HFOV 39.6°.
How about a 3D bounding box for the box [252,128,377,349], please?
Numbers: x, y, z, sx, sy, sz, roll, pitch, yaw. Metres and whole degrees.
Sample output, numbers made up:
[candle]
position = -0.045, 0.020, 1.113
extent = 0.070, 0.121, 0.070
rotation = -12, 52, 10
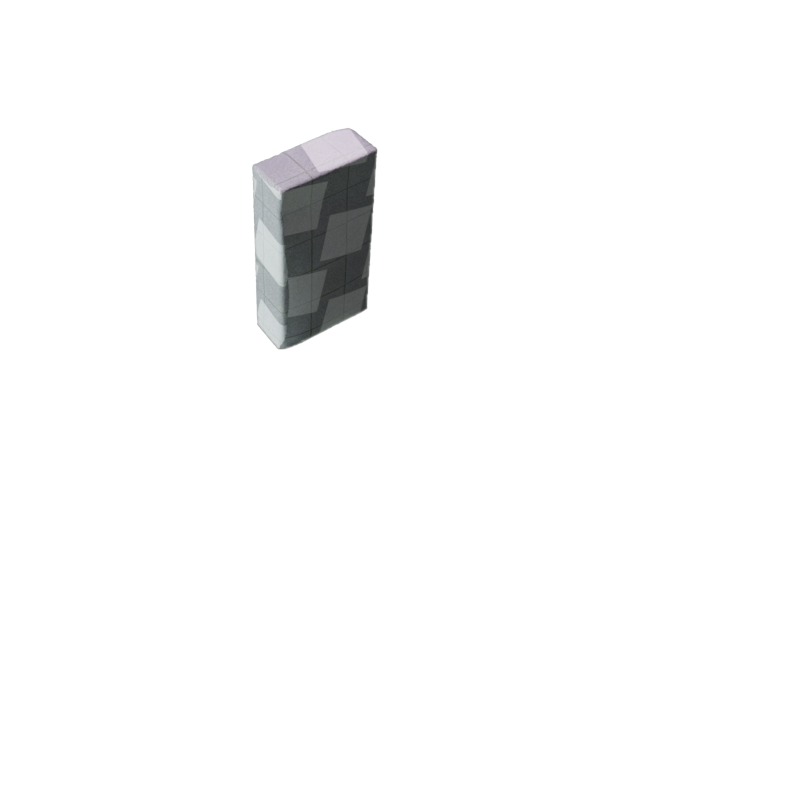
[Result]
[box]
position = -0.070, -0.127, 0.891
extent = 0.093, 0.164, 0.052
rotation = -27, 52, -28
